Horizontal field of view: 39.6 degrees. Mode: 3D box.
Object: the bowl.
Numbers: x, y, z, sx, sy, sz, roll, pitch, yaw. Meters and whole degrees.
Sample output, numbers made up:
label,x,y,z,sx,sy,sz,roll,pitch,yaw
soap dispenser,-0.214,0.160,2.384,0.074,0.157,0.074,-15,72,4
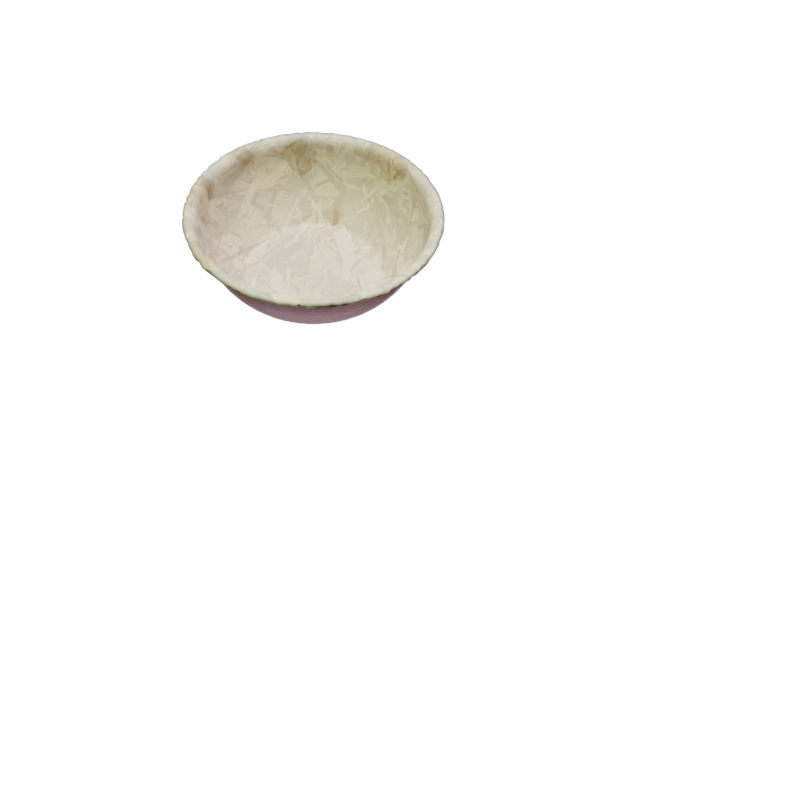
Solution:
label,x,y,z,sx,sy,sz,roll,pitch,yaw
bowl,-0.055,-0.100,0.701,0.162,0.174,0.051,-1,-42,-1
